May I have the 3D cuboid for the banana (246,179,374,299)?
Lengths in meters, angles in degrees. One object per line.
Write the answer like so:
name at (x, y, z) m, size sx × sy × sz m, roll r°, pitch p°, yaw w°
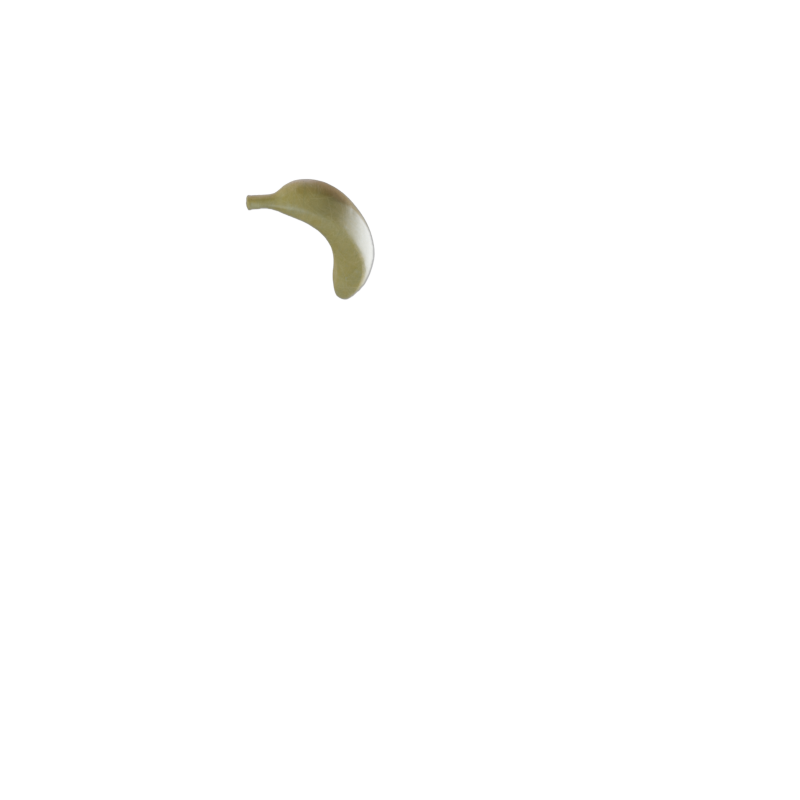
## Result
banana at (-0.060, -0.142, 0.958) m, size 0.071 × 0.039 × 0.184 m, roll -10°, pitch -26°, yaw 20°
